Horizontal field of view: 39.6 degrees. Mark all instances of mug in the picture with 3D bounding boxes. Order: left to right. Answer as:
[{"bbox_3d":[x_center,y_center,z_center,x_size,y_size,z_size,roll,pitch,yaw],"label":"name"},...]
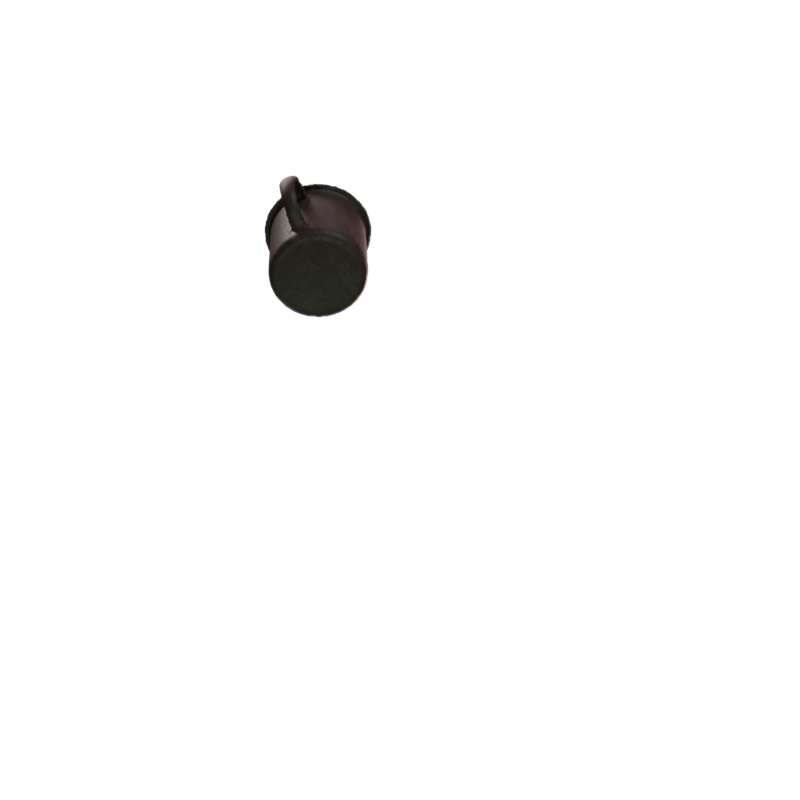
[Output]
[{"bbox_3d":[-0.072,-0.132,0.925,0.094,0.110,0.087,-17,30,8],"label":"mug"}]
